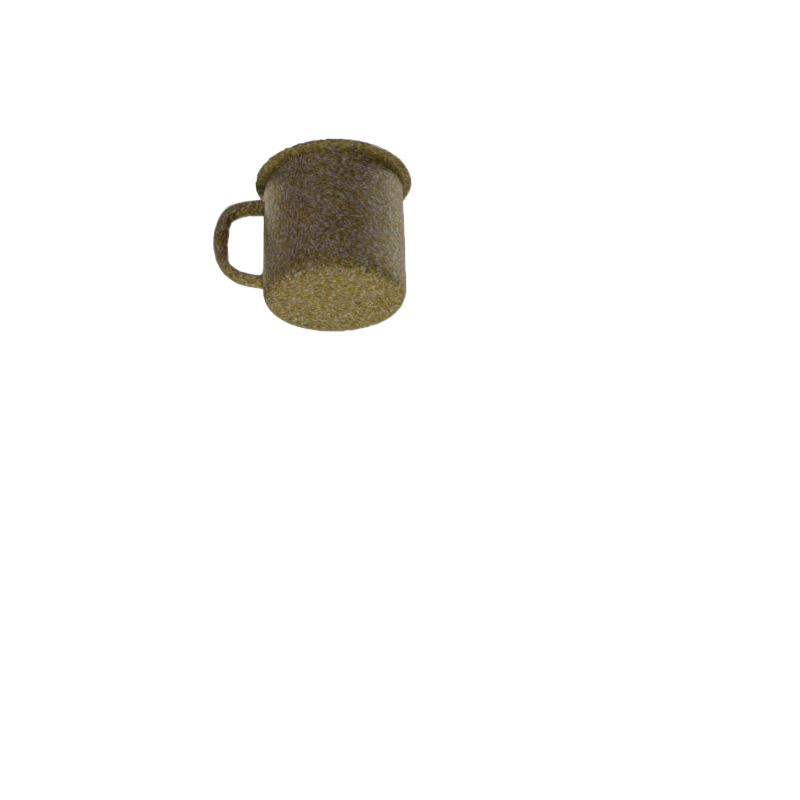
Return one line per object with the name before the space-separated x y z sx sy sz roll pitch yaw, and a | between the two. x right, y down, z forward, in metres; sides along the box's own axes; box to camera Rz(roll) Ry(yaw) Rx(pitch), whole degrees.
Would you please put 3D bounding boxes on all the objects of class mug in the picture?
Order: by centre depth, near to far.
mug | -0.050 -0.092 0.643 0.117 0.086 0.088 -1 -26 0
